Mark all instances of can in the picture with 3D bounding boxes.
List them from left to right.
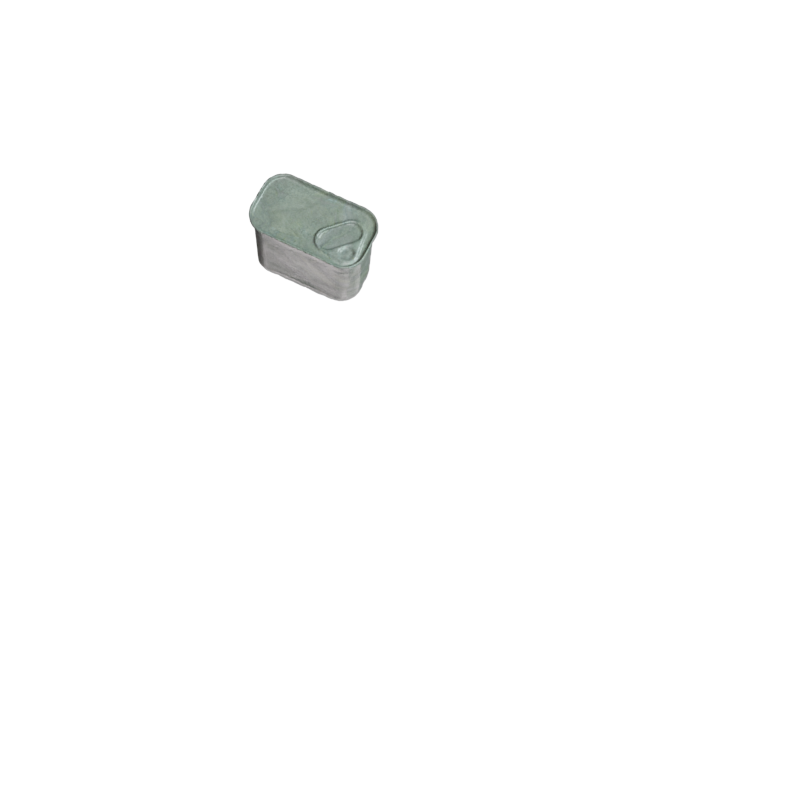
[{"bbox_3d":[-0.072,-0.131,0.921,0.104,0.059,0.080,25,-19,8],"label":"can"}]
